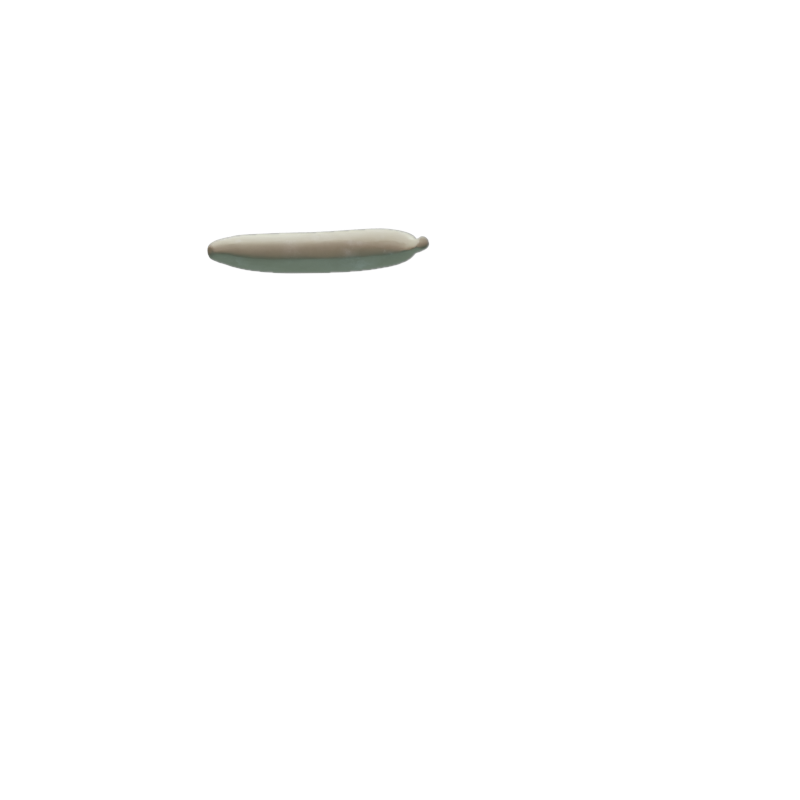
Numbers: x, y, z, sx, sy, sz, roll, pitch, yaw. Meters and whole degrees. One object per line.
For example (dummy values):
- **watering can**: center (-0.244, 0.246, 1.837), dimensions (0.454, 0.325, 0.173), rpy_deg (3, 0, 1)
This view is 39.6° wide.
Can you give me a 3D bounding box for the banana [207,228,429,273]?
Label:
- **banana**: center (-0.070, -0.136, 0.992), dimensions (0.200, 0.038, 0.066), rpy_deg (-2, -12, 11)
